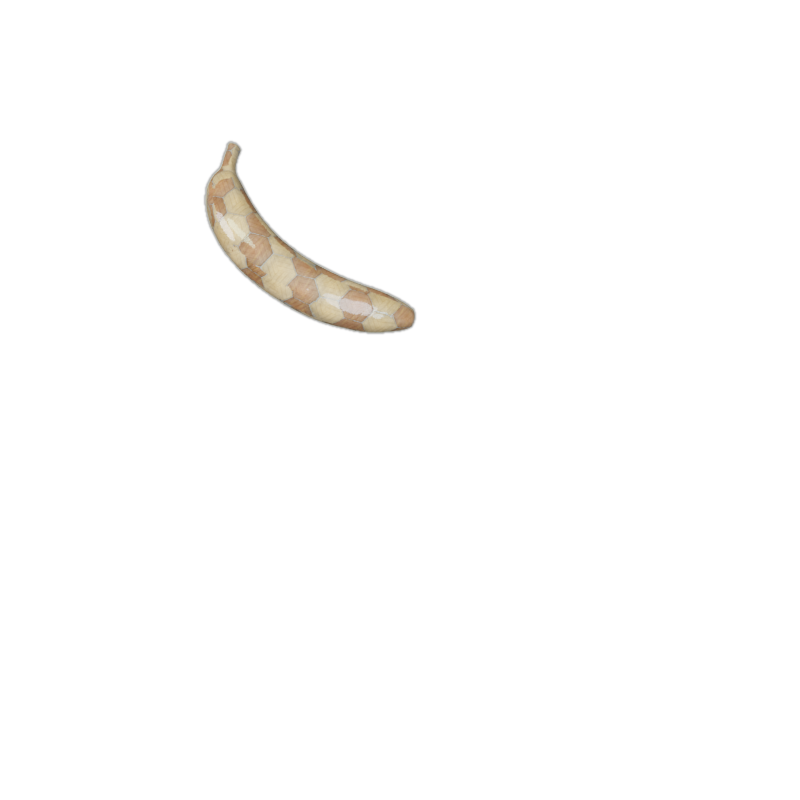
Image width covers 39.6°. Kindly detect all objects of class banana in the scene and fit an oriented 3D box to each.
[{"bbox_3d":[-0.080,-0.106,0.815,0.070,0.203,0.035,-44,-10,-9],"label":"banana"}]
